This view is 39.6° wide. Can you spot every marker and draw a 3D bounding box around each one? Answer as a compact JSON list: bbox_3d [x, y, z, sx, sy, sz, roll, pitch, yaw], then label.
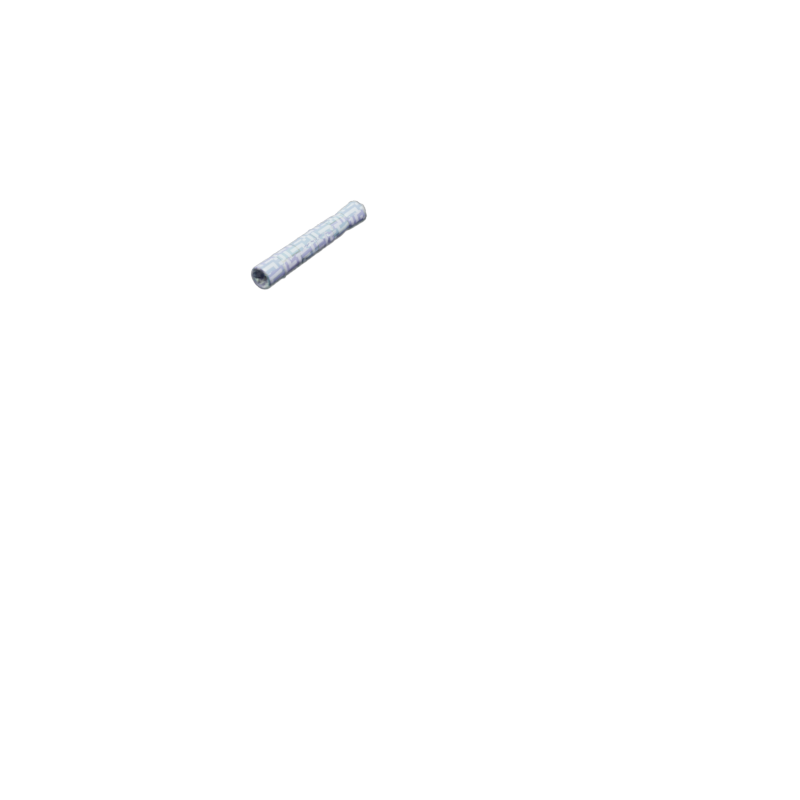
[{"bbox_3d":[-0.065,-0.118,0.825,0.021,0.019,0.122,3,33,40],"label":"marker"}]
